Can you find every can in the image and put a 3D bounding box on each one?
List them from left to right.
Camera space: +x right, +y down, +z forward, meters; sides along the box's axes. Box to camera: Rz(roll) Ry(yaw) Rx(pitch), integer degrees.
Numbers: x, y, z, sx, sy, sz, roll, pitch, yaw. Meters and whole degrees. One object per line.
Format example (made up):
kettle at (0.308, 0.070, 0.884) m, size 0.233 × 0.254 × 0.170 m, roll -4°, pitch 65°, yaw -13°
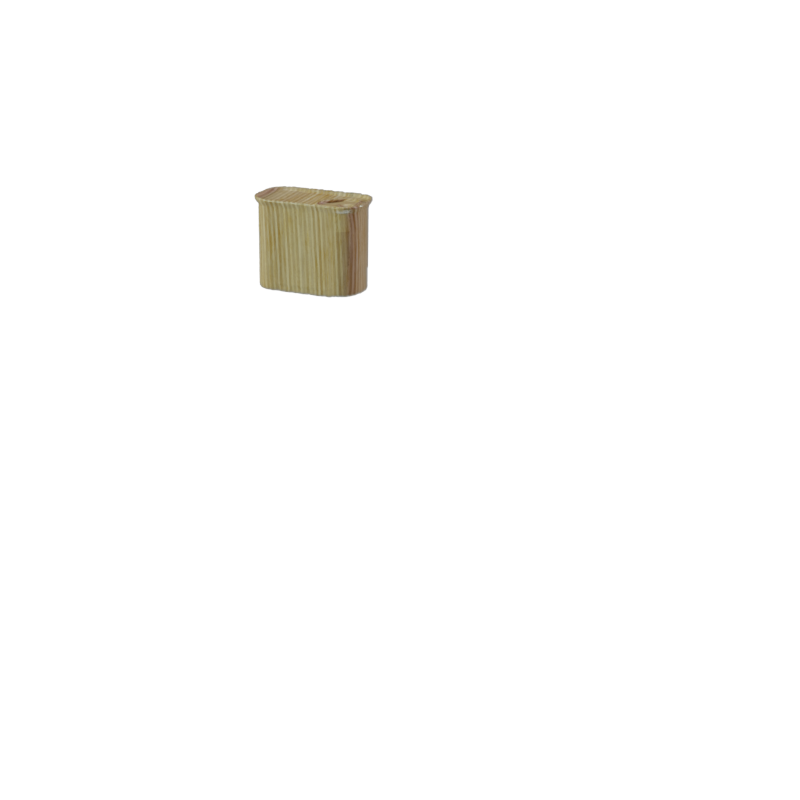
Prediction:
can at (-0.077, -0.140, 0.983) m, size 0.105 × 0.081 × 0.058 m, roll 9°, pitch 20°, yaw 22°
